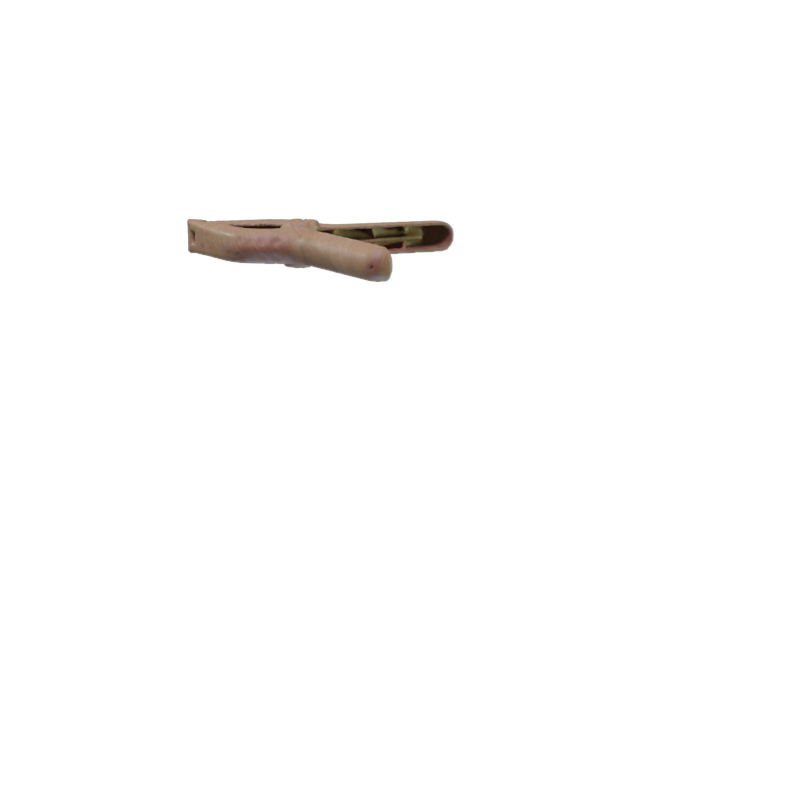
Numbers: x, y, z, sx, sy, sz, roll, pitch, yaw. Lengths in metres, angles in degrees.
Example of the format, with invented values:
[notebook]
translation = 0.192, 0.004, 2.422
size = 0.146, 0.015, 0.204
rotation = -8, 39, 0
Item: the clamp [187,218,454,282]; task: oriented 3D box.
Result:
[clamp]
translation = -0.069, -0.125, 0.875
size = 0.218, 0.035, 0.163
rotation = 8, 17, 27
